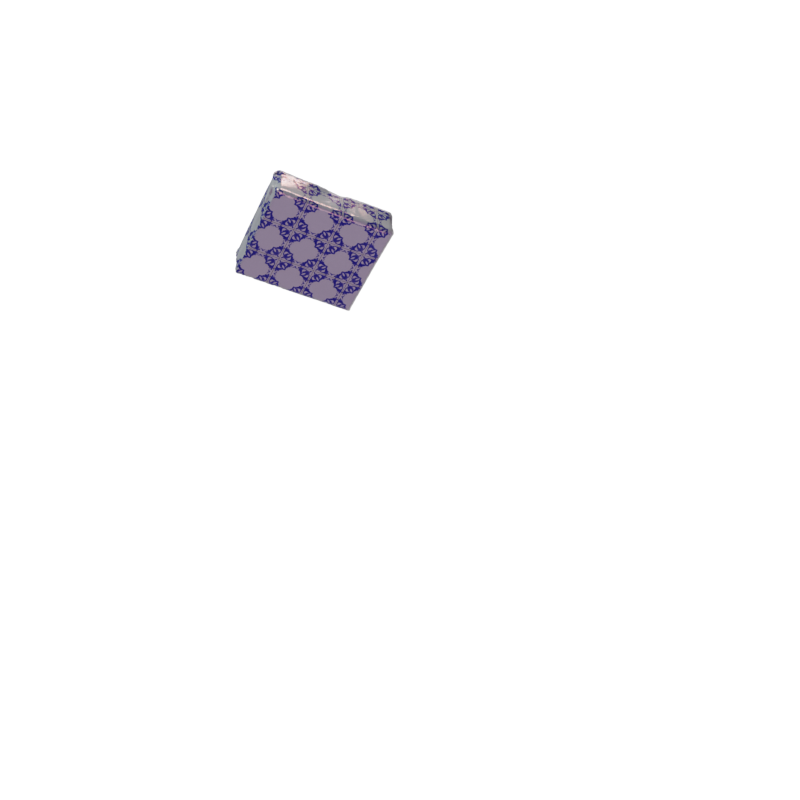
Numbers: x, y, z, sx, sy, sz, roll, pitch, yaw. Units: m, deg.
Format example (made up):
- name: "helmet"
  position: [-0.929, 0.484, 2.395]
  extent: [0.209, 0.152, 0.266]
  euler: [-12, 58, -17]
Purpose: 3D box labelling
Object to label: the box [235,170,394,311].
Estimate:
- name: "box"
  position: [-0.060, -0.109, 0.762]
  extent: [0.087, 0.070, 0.032]
  euler: [20, 34, -14]
